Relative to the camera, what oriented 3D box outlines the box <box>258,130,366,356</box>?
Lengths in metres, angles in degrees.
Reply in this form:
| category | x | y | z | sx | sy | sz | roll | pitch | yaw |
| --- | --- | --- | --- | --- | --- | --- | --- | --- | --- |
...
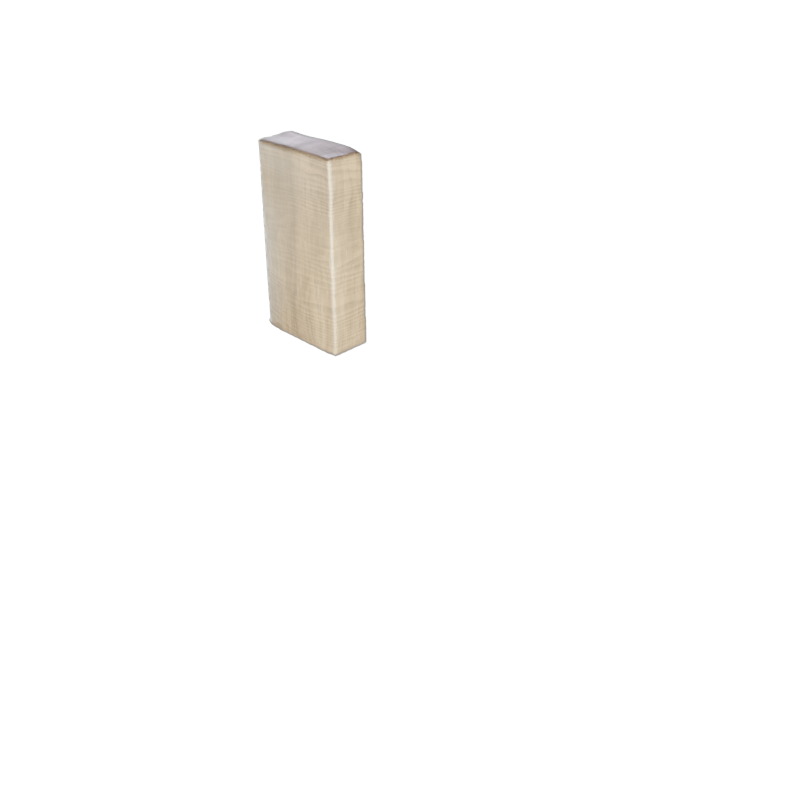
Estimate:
| category | x | y | z | sx | sy | sz | roll | pitch | yaw |
| --- | --- | --- | --- | --- | --- | --- | --- | --- | --- |
| box | -0.074 | -0.136 | 0.954 | 0.047 | 0.168 | 0.099 | -18 | 30 | -40 |
